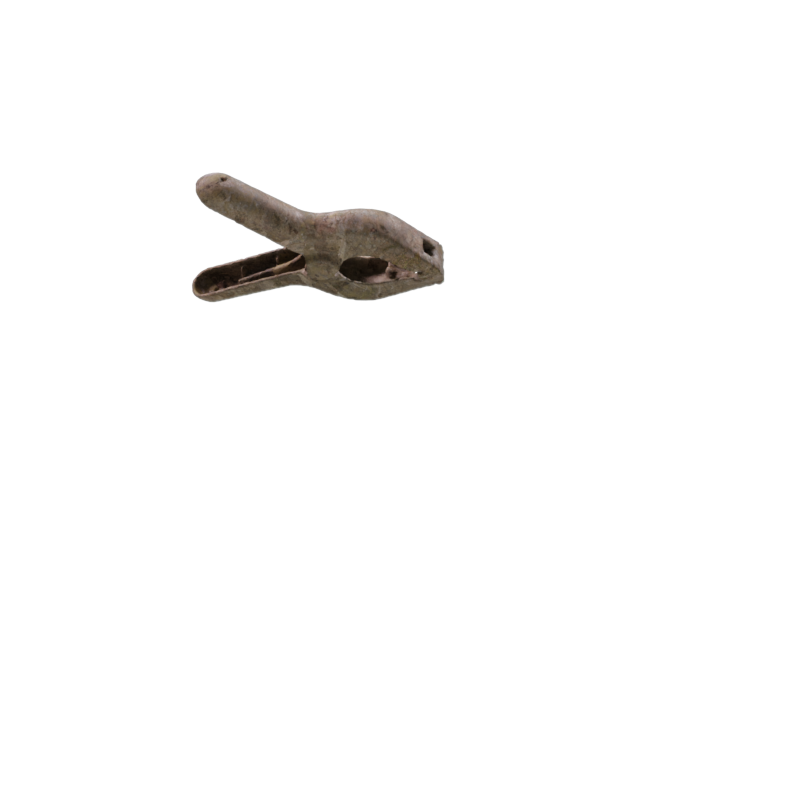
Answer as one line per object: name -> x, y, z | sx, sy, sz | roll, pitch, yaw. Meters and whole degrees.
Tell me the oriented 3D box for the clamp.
clamp -> -0.056, -0.102, 0.717 | 0.172, 0.042, 0.113 | -1, -26, 1
